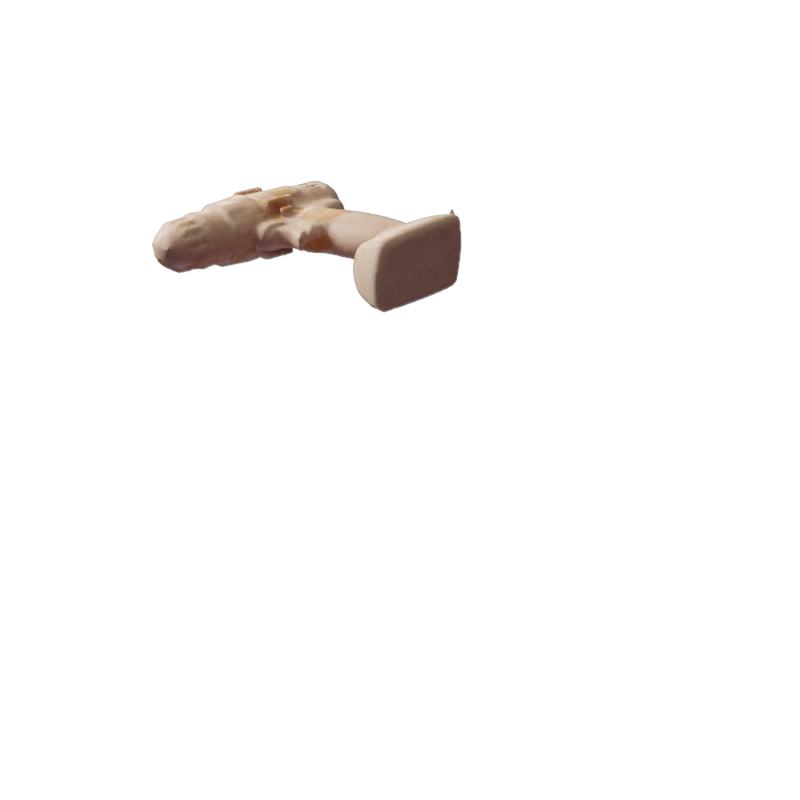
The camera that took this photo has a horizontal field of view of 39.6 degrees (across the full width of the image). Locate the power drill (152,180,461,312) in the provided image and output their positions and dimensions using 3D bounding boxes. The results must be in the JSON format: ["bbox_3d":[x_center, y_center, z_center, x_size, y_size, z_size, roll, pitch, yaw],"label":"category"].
[{"bbox_3d":[-0.065,-0.118,0.826,0.199,0.055,0.183,20,32,36],"label":"power drill"}]
